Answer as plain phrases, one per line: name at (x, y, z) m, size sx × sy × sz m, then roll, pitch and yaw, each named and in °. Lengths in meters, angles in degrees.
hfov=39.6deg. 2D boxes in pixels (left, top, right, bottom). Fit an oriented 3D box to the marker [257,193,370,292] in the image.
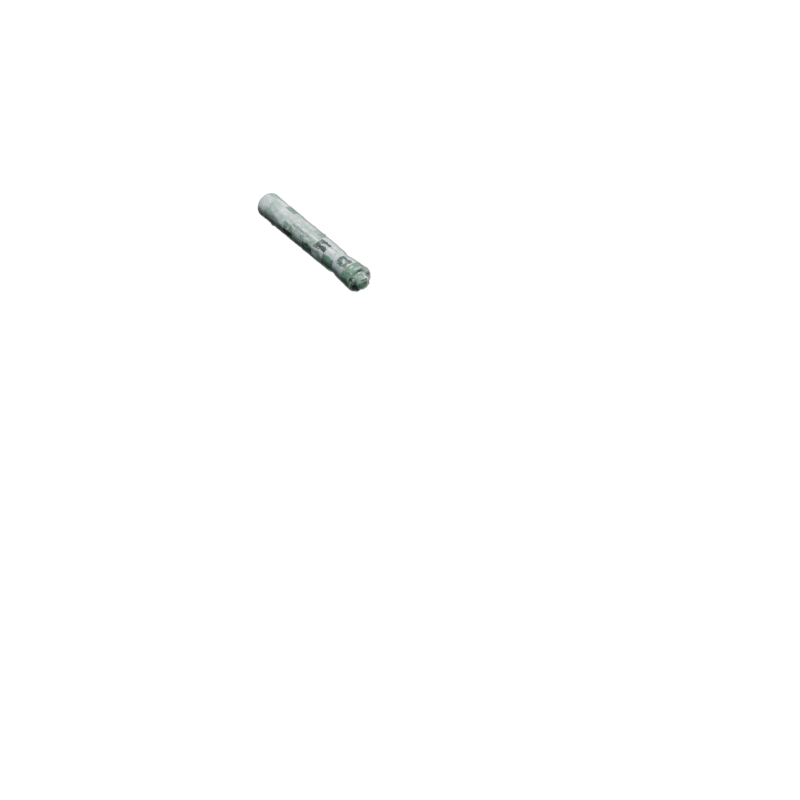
marker at (-0.060, -0.109, 0.767) m, size 0.019 × 0.019 × 0.130 m, roll -3°, pitch 33°, yaw -39°
